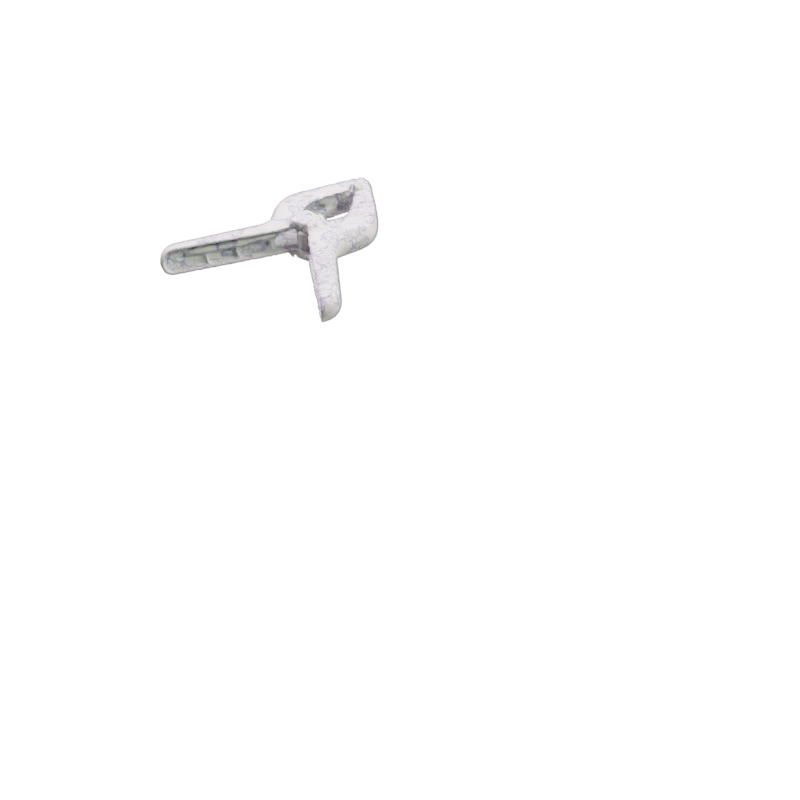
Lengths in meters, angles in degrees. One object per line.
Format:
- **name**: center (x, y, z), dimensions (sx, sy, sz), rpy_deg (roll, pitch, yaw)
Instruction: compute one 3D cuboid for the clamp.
- **clamp**: center (-0.073, -0.133, 0.930), dimensions (0.174, 0.034, 0.212), rpy_deg (22, 40, 29)
